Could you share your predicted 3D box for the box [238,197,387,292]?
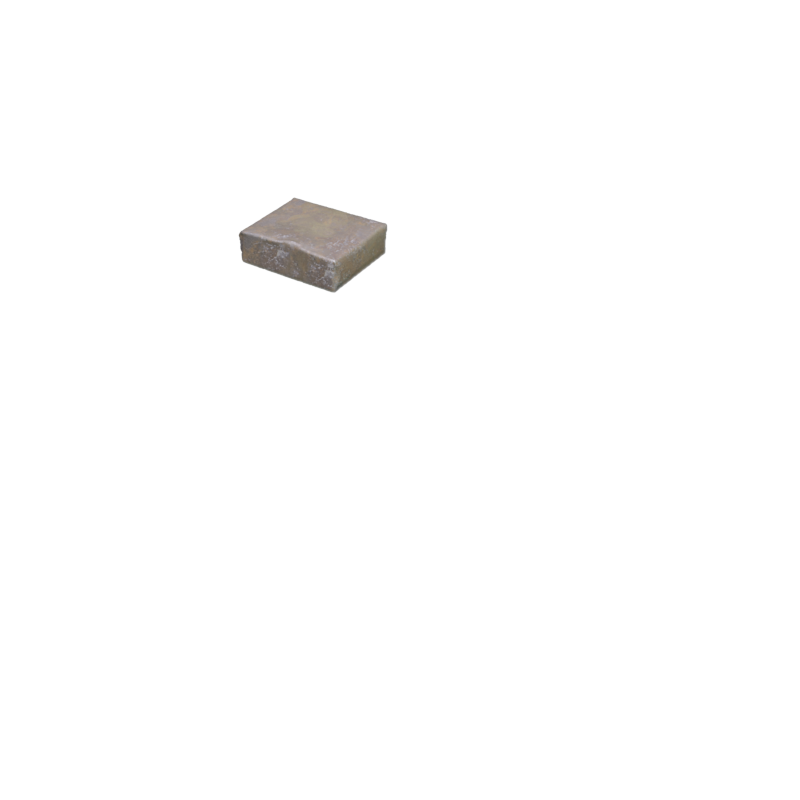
[{"bbox_3d":[-0.066,-0.121,0.846,0.094,0.028,0.074,20,38,27],"label":"box"}]
